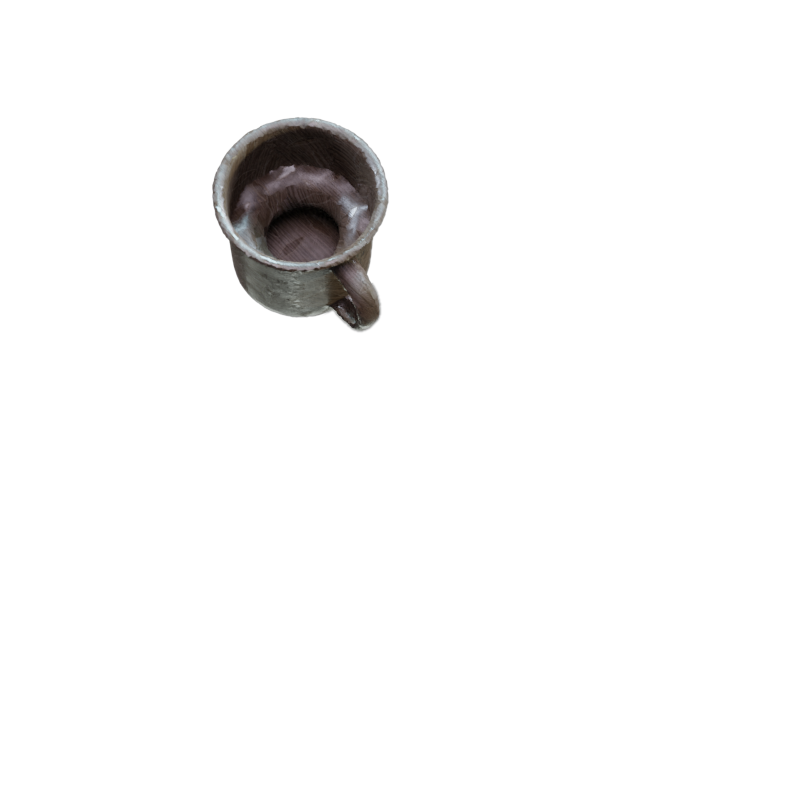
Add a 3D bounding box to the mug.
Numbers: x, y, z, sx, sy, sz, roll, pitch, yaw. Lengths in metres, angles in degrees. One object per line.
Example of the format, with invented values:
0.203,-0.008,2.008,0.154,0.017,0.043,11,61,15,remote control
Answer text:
-0.048,-0.088,0.615,0.093,0.123,0.077,-34,-19,-15,mug
